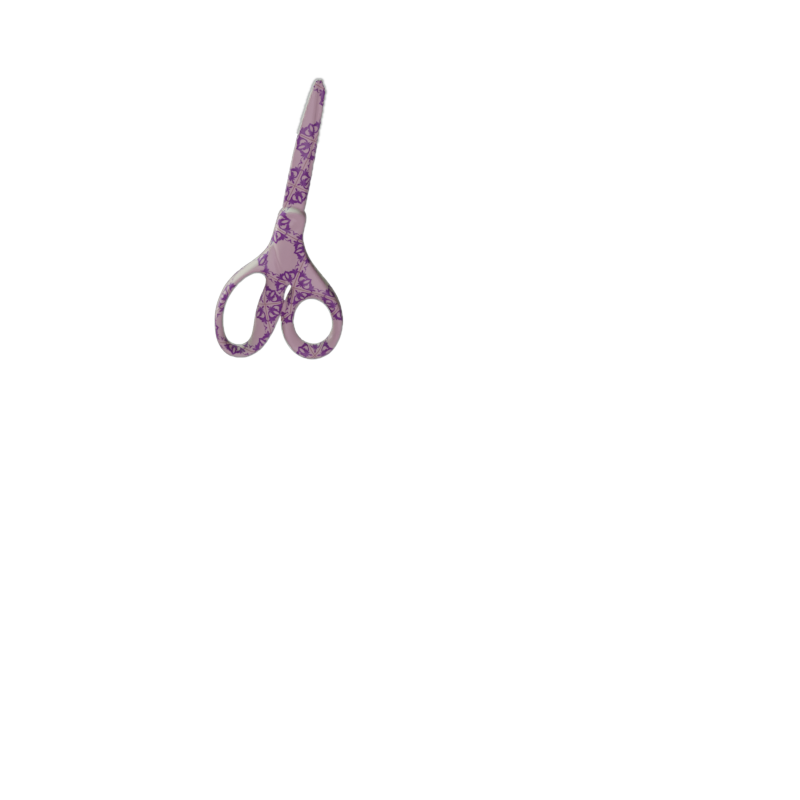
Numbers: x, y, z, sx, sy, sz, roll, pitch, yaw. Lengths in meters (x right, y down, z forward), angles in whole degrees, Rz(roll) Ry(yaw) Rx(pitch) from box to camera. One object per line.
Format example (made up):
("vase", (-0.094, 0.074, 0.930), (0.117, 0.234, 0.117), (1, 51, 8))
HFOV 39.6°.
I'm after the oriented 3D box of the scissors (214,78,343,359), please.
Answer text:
("scissors", (-0.057, -0.105, 0.734), (0.094, 0.196, 0.017), (26, 23, -12))
